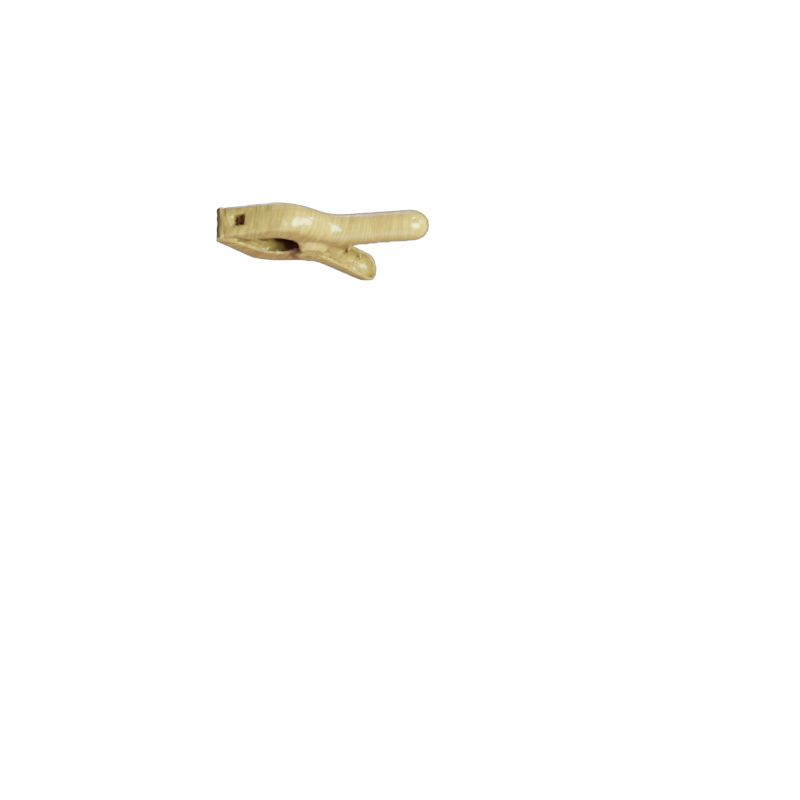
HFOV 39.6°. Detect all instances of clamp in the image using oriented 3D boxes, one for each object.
[{"bbox_3d":[-0.073,-0.134,0.936,0.168,0.041,0.116,5,-24,-12],"label":"clamp"}]
